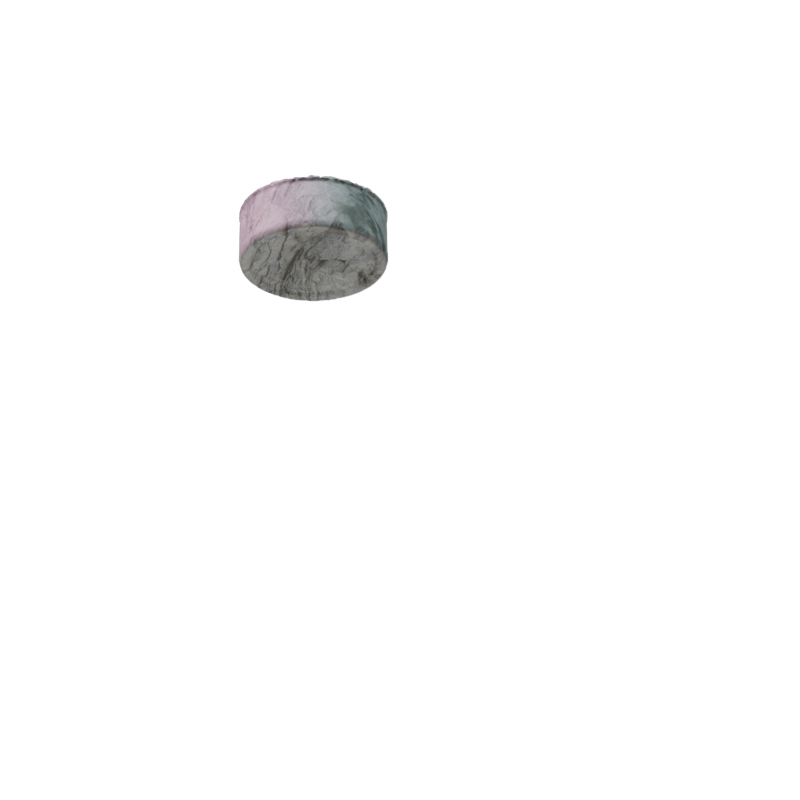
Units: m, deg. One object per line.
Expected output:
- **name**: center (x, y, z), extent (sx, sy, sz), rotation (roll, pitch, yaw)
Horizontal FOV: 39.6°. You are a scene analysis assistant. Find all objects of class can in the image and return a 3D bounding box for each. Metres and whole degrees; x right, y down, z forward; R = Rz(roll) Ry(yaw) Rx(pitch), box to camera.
- **can**: center (-0.049, -0.090, 0.632), extent (0.086, 0.036, 0.081), rotation (1, -26, -2)
